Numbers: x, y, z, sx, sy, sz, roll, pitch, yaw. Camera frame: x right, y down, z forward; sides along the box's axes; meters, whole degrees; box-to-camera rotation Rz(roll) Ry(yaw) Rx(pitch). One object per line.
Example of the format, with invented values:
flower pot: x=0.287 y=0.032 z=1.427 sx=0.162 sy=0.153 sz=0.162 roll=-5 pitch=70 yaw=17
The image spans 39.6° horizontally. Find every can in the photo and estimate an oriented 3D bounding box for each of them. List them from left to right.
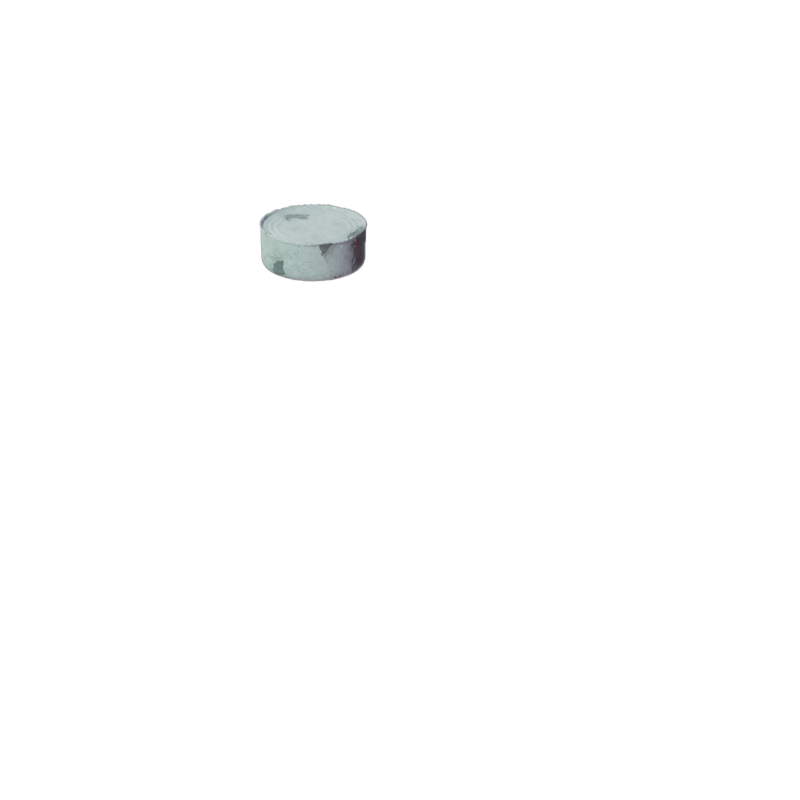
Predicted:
can: x=-0.070 y=-0.127 z=0.888 sx=0.086 sy=0.032 sz=0.091 roll=-1 pitch=29 yaw=-2
